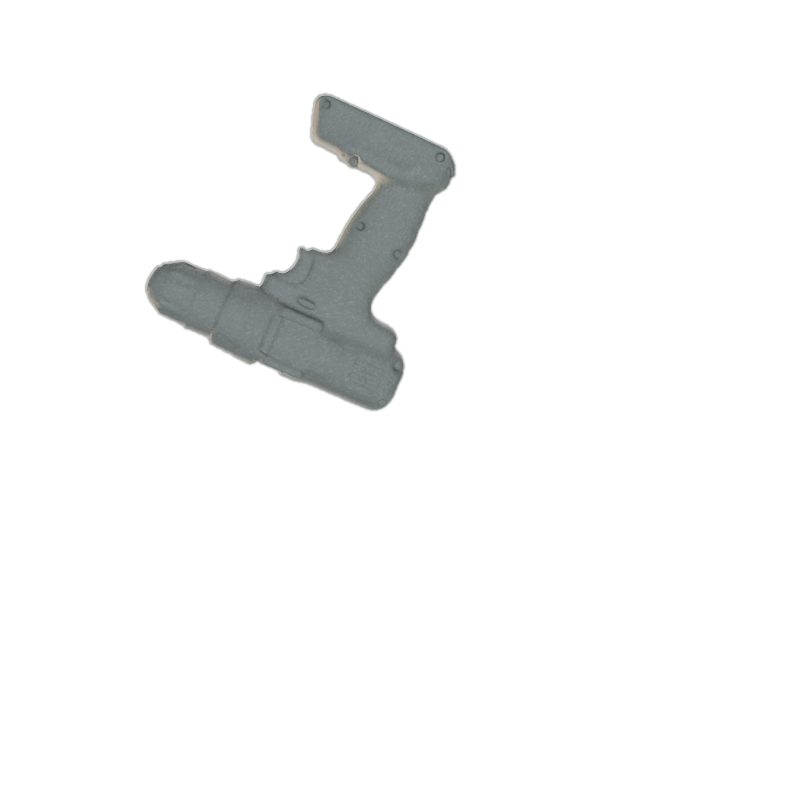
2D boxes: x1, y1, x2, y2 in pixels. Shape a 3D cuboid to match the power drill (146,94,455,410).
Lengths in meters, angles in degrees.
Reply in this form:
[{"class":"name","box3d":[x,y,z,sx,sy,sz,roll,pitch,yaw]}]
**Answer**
[{"class":"power drill","box3d":[-0.059,-0.108,0.754,0.184,0.187,0.058,24,2,-1]}]
